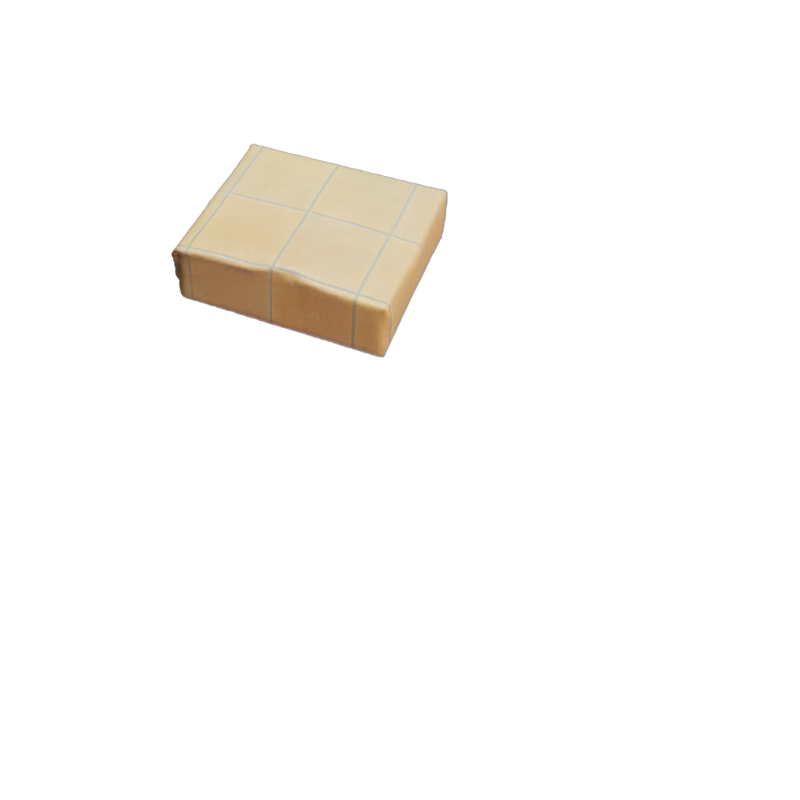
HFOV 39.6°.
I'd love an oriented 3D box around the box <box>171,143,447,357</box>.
[{"bbox_3d":[-0.035,-0.063,0.441,0.092,0.028,0.076,16,49,14],"label":"box"}]
